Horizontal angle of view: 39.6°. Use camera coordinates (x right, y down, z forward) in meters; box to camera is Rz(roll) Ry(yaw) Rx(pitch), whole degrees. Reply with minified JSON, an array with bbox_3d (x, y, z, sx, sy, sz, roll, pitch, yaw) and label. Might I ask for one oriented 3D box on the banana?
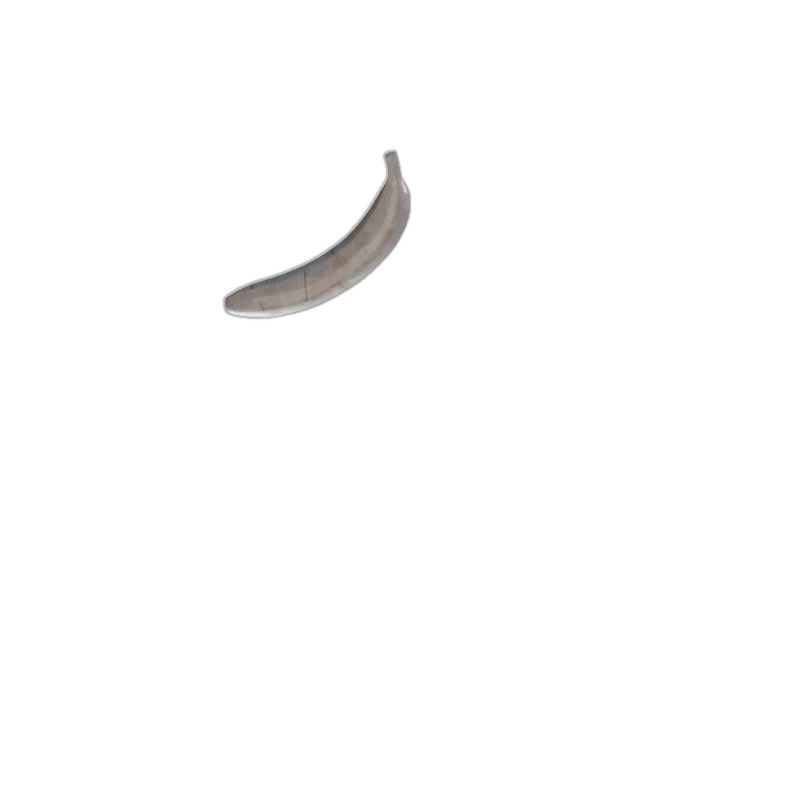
[{"bbox_3d":[-0.058,-0.123,0.938,0.197,0.068,0.038,-41,11,8],"label":"banana"}]
